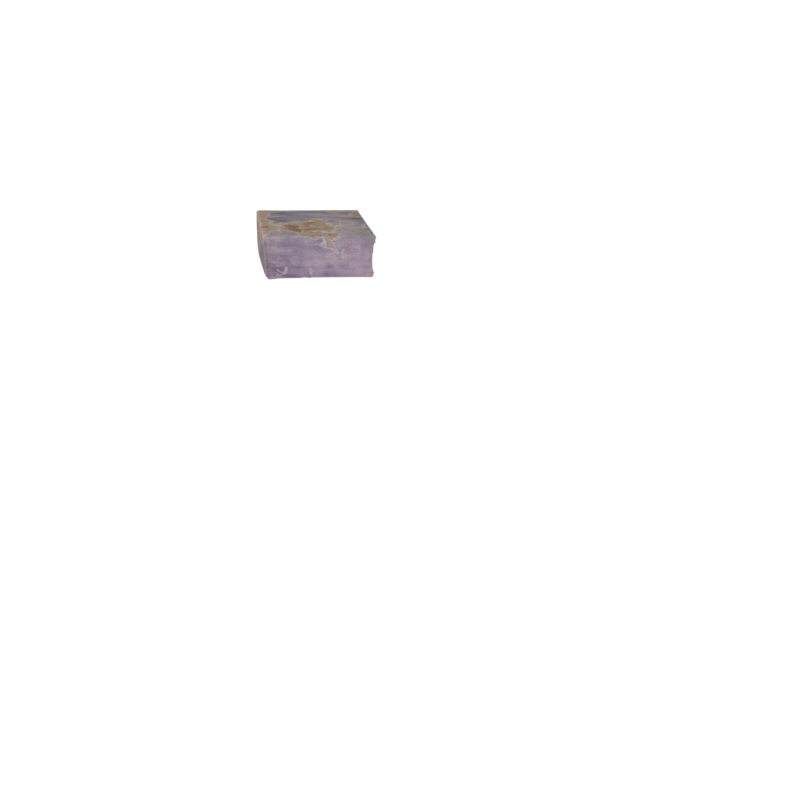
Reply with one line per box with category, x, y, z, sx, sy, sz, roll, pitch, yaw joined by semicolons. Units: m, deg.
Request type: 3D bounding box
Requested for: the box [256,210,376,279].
box;-0.072;-0.131;0.921;0.089;0.037;0.119;-3;21;-8
